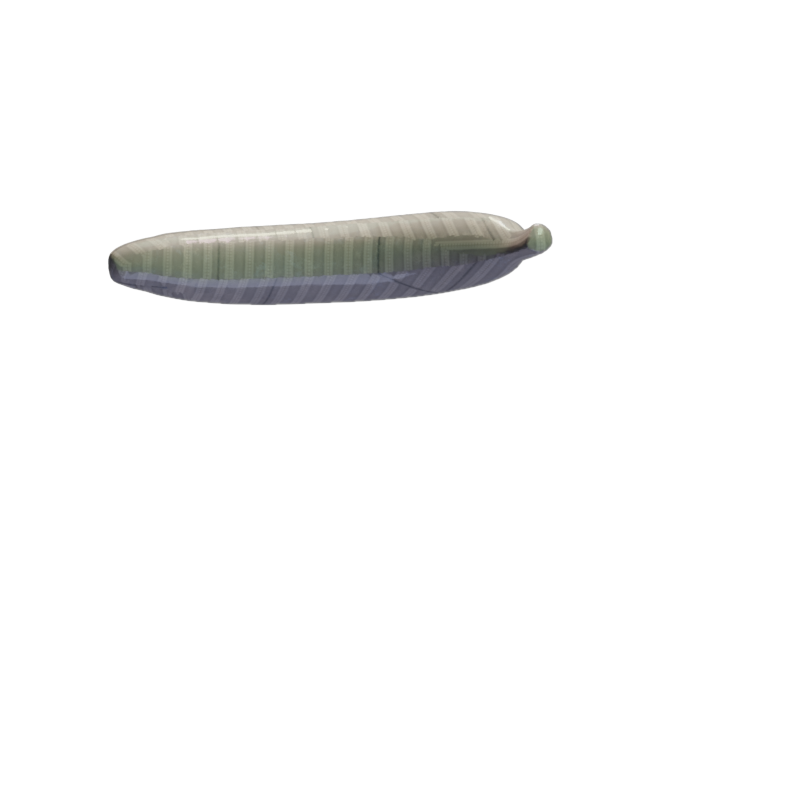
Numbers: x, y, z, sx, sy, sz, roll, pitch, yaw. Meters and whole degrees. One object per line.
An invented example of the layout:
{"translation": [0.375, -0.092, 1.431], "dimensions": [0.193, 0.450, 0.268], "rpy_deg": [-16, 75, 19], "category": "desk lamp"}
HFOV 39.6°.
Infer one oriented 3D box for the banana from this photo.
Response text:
{"translation": [-0.030, -0.066, 0.499], "dimensions": [0.201, 0.038, 0.066], "rpy_deg": [-3, -13, 16], "category": "banana"}
